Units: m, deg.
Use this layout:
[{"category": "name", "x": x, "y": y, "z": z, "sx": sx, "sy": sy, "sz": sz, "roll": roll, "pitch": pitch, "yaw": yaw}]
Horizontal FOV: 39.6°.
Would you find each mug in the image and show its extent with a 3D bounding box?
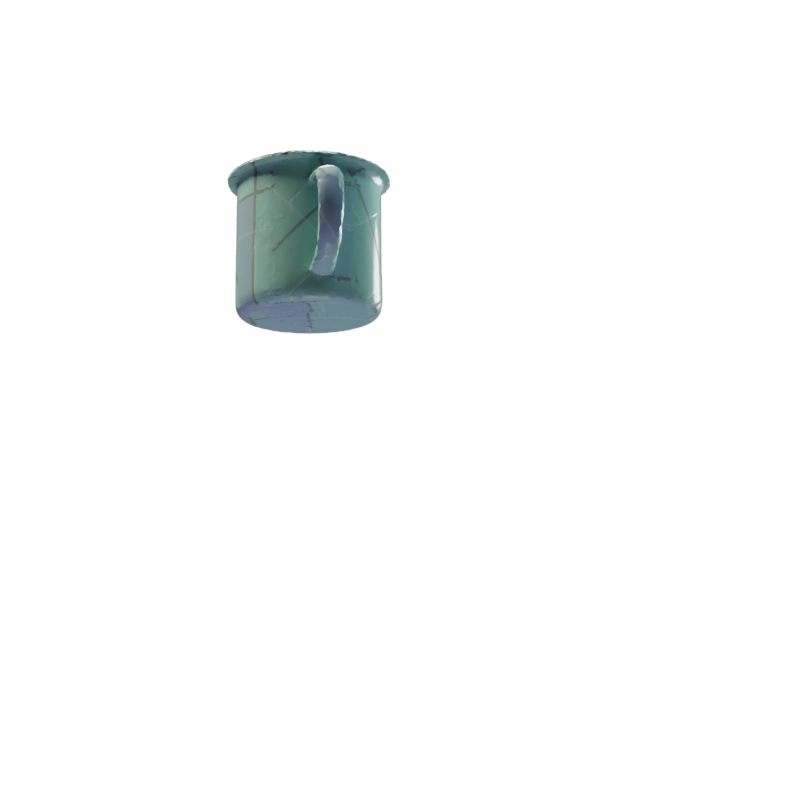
[{"category": "mug", "x": -0.048, "y": -0.087, "z": 0.613, "sx": 0.091, "sy": 0.085, "sz": 0.115, "roll": 3, "pitch": -14, "yaw": -15}]
